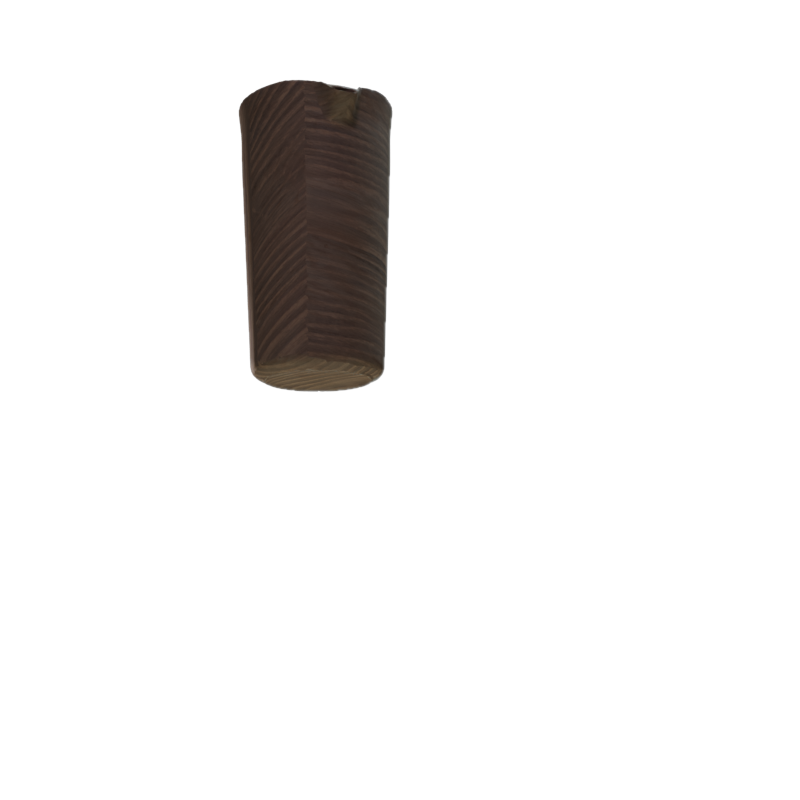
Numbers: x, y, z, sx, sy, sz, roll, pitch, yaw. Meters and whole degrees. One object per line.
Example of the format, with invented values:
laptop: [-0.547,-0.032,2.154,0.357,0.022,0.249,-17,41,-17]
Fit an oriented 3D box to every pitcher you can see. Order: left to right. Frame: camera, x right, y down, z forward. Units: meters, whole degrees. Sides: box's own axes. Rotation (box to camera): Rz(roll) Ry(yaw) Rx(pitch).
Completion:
pitcher: [-0.073,-0.133,0.933,0.148,0.253,0.140,-8,-18,23]
